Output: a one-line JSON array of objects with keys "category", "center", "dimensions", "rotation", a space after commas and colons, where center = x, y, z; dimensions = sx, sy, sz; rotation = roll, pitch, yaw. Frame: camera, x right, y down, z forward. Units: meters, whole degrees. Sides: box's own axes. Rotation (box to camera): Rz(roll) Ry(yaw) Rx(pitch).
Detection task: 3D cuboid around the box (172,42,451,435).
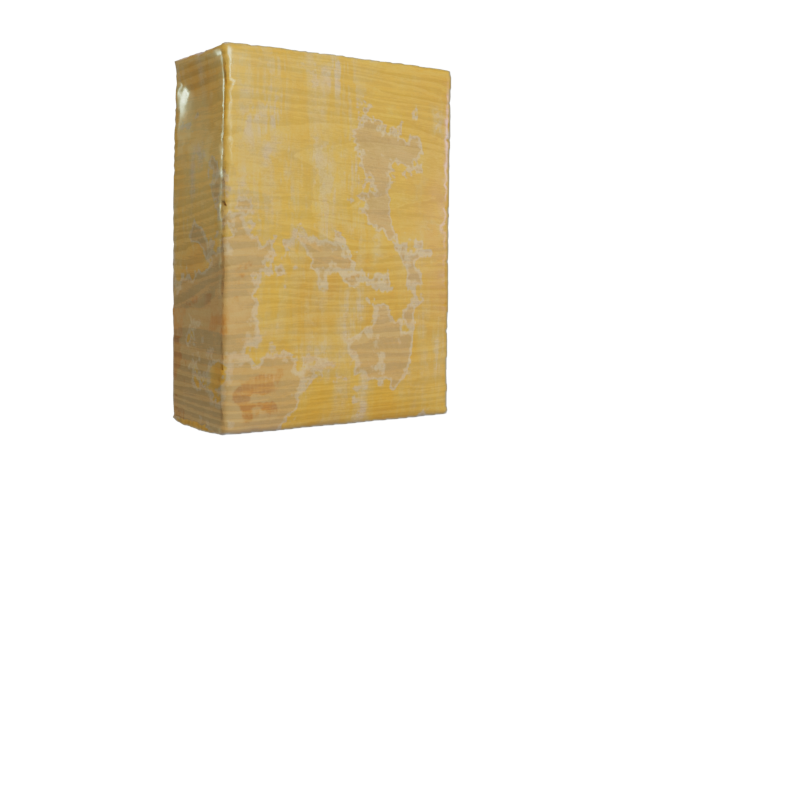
[{"category": "box", "center": [-0.052, -0.095, 0.663], "dimensions": [0.158, 0.214, 0.074], "rotation": [-1, 1, -37]}]
